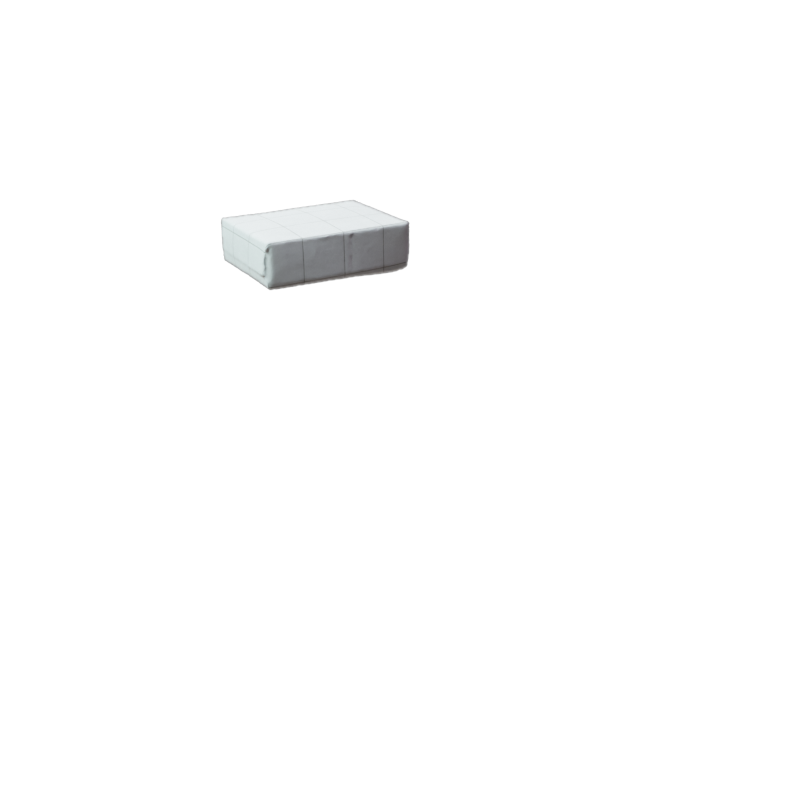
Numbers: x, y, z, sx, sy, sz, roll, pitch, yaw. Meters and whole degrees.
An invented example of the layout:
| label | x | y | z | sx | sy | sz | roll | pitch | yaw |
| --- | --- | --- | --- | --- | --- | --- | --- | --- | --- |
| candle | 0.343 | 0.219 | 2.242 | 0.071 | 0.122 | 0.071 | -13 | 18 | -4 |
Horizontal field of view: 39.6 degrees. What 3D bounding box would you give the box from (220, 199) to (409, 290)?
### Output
| label | x | y | z | sx | sy | sz | roll | pitch | yaw |
| --- | --- | --- | --- | --- | --- | --- | --- | --- | --- |
| box | -0.063 | -0.115 | 0.803 | 0.111 | 0.037 | 0.096 | -10 | 23 | -25 |
